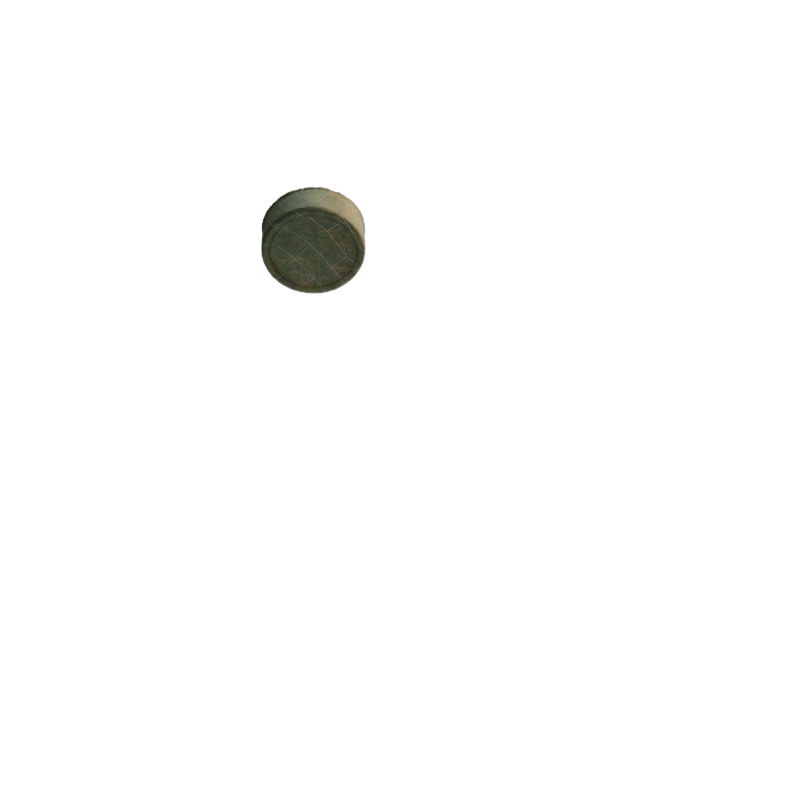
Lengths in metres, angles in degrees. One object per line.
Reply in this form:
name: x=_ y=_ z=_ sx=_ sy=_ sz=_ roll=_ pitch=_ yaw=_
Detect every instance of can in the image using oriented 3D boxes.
can: x=-0.071 y=-0.129 z=0.904 sx=0.086 sy=0.080 sz=0.036 roll=1 pitch=38 yaw=-1
